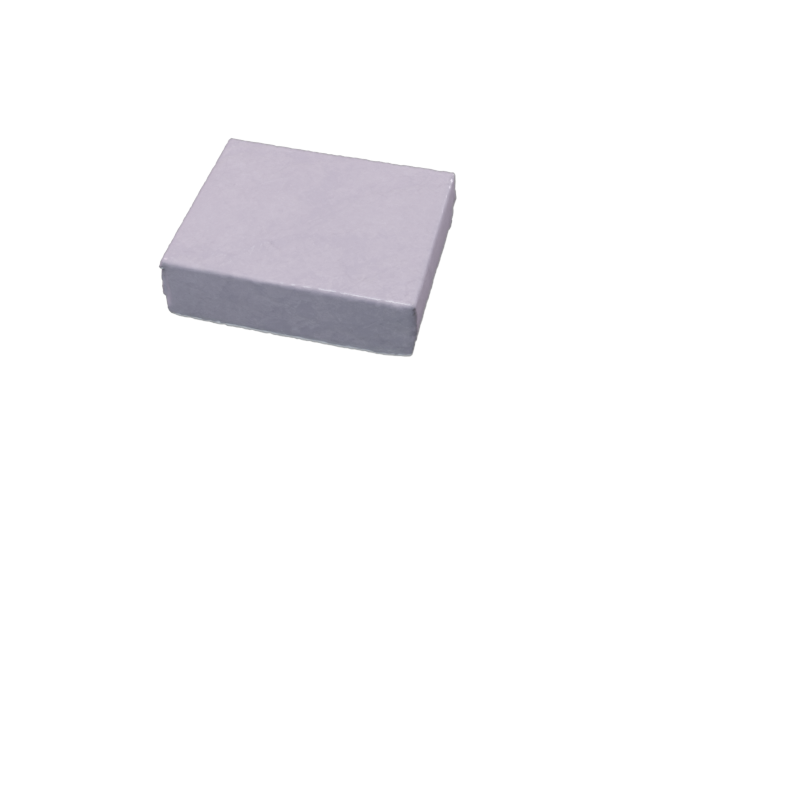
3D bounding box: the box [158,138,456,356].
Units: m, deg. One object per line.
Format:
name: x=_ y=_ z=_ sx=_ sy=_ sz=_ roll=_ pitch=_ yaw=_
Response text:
box: x=-0.039 y=-0.071 z=0.495 sx=0.116 sy=0.095 sz=0.036 roll=11 pitch=-41 yaw=10
